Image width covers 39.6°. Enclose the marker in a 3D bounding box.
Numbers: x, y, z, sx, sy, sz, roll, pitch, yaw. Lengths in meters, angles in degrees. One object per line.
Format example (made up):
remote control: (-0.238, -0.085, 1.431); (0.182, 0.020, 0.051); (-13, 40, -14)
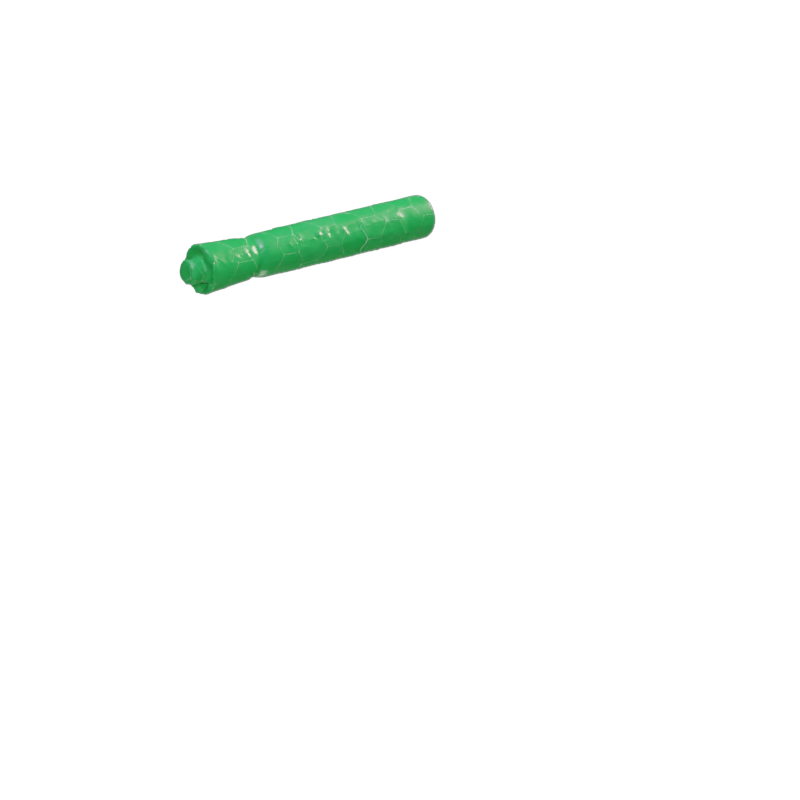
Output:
marker: (-0.034, -0.062, 0.432); (0.119, 0.019, 0.021); (-21, 17, -40)
